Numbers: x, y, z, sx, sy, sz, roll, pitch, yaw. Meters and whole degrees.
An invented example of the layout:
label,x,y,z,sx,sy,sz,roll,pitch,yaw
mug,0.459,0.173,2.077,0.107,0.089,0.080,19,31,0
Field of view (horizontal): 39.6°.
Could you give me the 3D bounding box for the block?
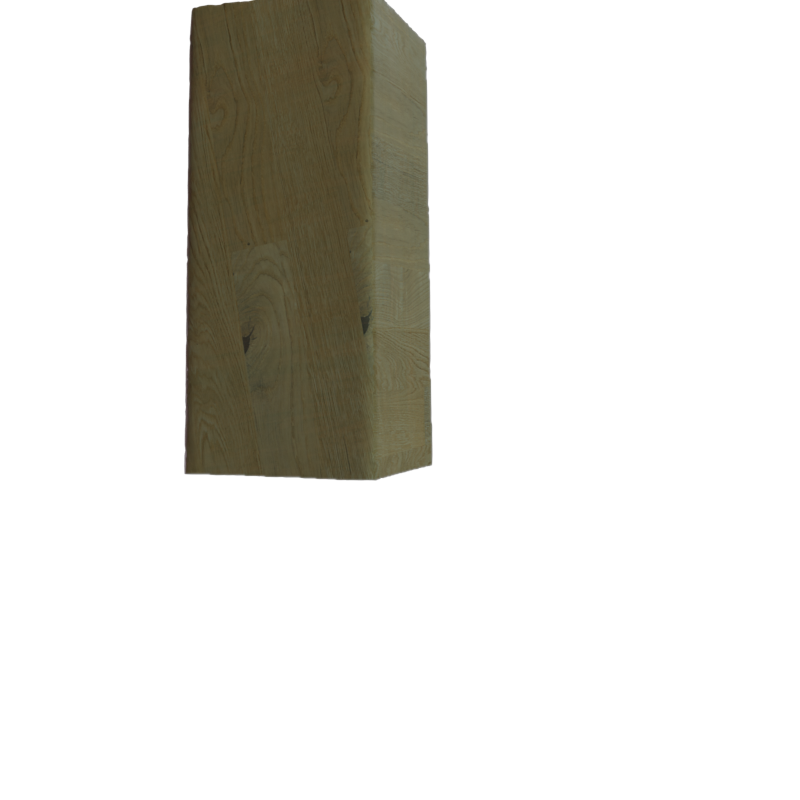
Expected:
label,x,y,z,sx,sy,sz,roll,pitch,yaw
block,-0.041,-0.073,0.511,0.092,0.210,0.087,-2,-6,19
